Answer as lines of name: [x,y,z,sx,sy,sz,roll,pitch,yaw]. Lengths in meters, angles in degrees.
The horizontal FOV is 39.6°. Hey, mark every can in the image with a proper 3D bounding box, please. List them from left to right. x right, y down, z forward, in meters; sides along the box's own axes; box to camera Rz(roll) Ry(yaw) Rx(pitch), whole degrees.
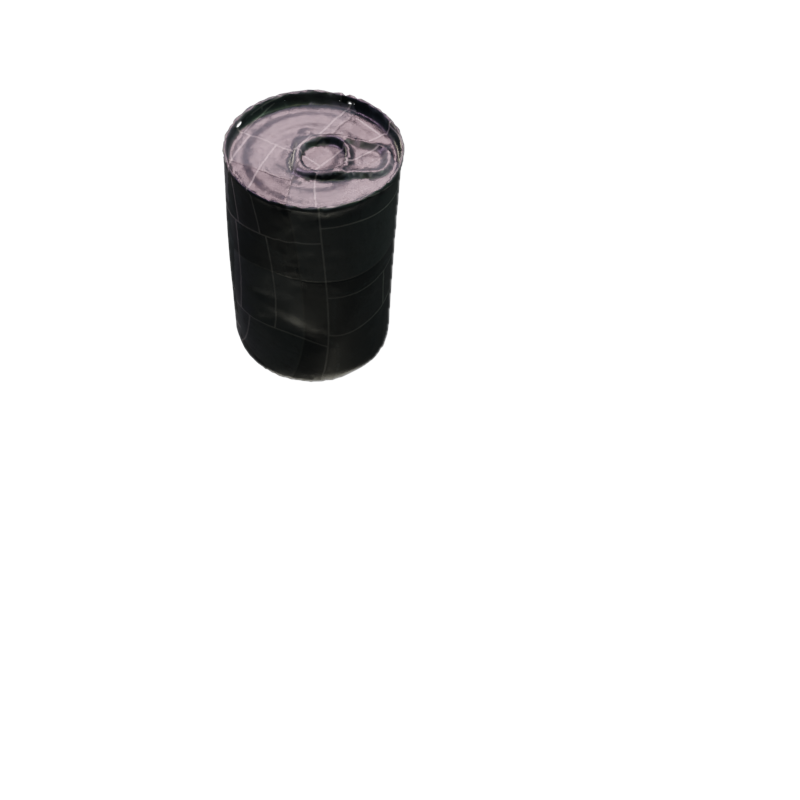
can: [-0.035,-0.064,0.447,0.068,0.074,0.095,0,-41,-3]
